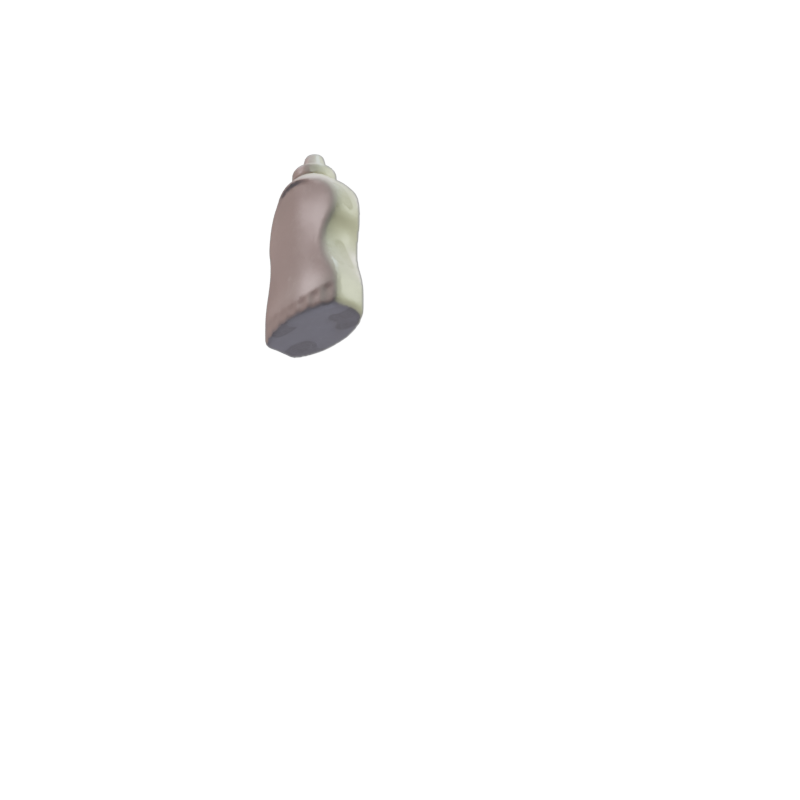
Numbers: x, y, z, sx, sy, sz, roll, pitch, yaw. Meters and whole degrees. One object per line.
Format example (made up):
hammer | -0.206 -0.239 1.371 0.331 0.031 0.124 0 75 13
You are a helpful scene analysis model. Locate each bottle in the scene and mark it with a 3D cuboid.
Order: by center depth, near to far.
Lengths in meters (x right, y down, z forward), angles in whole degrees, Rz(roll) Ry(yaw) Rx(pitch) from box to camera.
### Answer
bottle | -0.076 -0.139 0.973 0.055 0.205 0.095 24 -42 -34
